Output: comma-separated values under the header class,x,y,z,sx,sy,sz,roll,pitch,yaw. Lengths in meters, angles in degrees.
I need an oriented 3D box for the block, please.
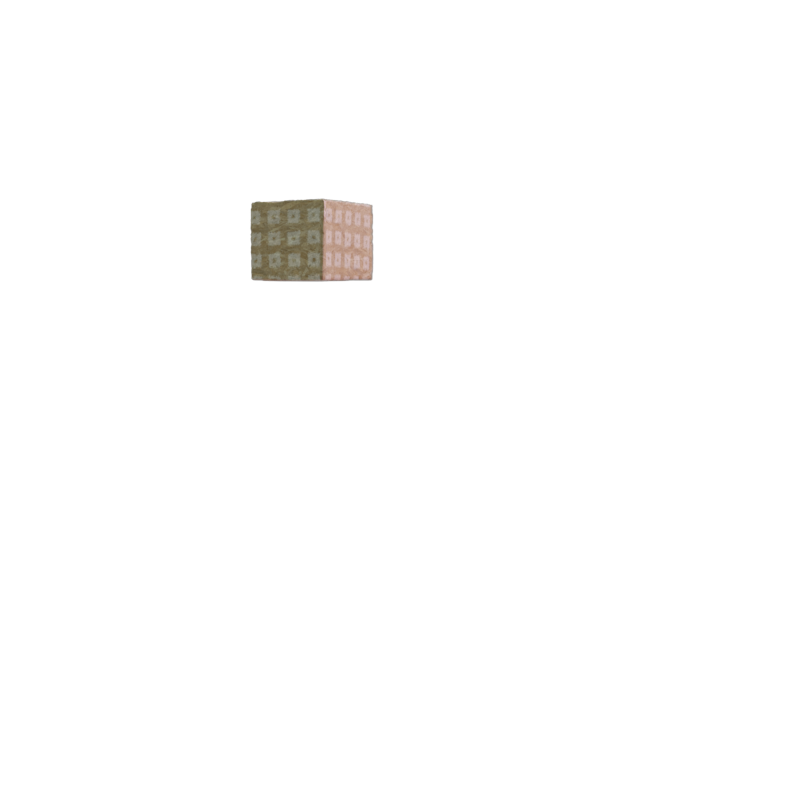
class,x,y,z,sx,sy,sz,roll,pitch,yaw
block,-0.056,-0.103,0.720,0.054,0.051,0.076,1,4,24
